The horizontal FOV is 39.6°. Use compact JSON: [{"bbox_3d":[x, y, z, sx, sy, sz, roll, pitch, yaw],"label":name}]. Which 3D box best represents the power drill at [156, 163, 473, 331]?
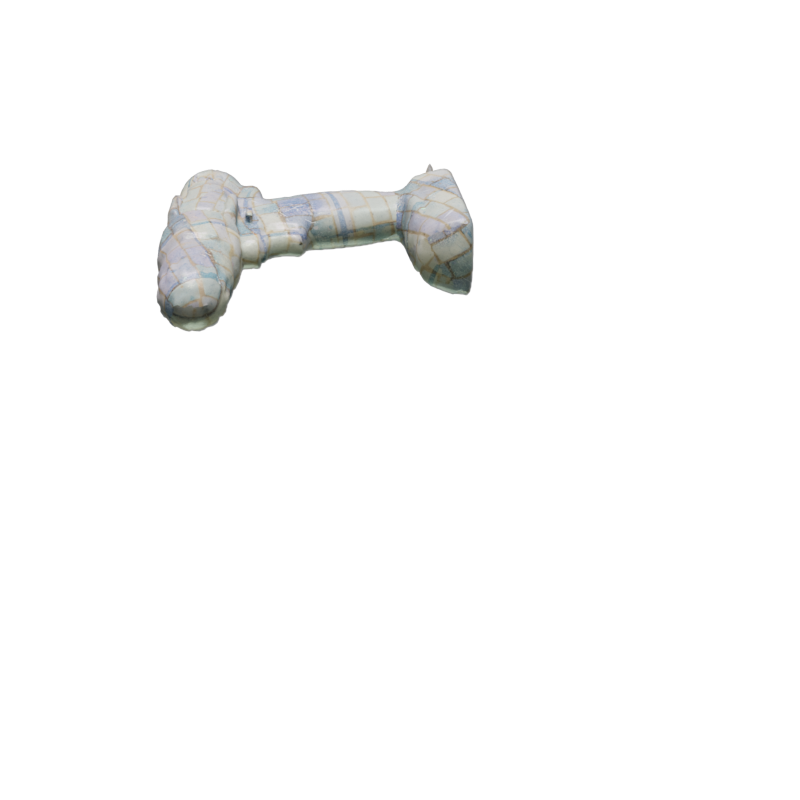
[{"bbox_3d":[-0.053,-0.097,0.679,0.187,0.054,0.196,-1,30,-3],"label":"power drill"}]
